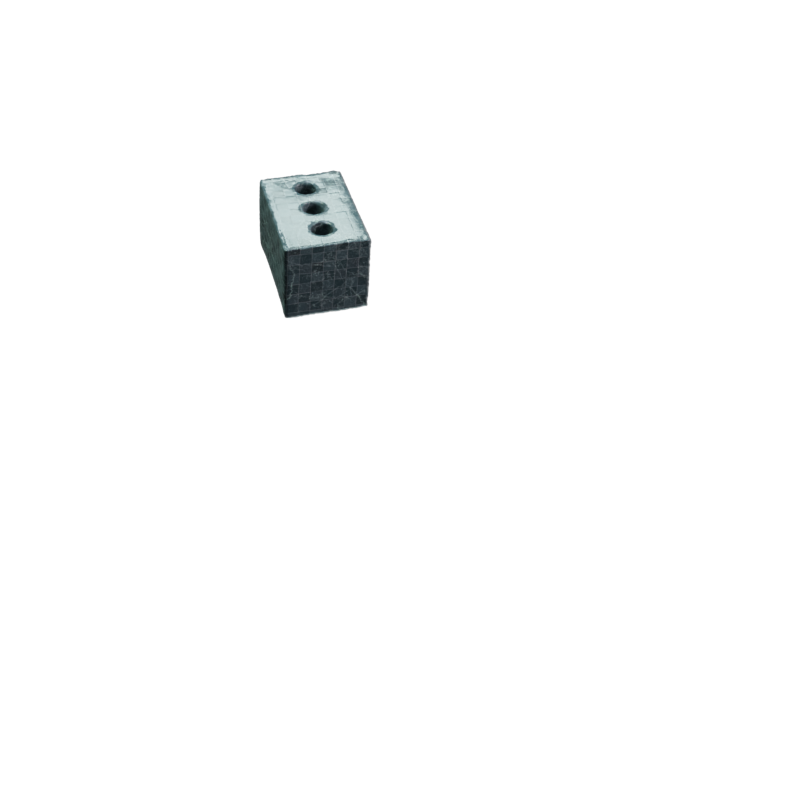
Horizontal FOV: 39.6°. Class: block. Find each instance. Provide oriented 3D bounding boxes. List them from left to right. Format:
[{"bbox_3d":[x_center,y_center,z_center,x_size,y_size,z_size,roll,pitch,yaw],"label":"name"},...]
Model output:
[{"bbox_3d":[-0.052,-0.095,0.668,0.052,0.048,0.084,-9,42,-13],"label":"block"}]
